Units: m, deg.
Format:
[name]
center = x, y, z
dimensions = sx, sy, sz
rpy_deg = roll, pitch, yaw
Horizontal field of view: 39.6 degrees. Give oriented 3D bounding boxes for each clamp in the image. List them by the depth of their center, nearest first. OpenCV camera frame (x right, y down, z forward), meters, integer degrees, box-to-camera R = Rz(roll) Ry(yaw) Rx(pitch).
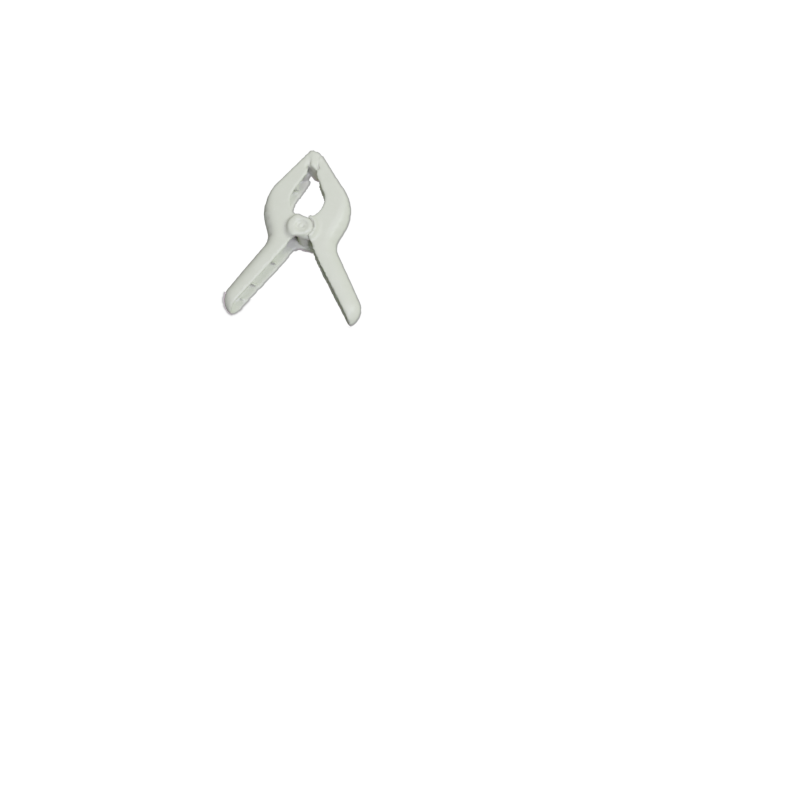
[clamp]
center = -0.078, -0.142, 0.995
dimensions = 0.121, 0.178, 0.037
rpy_deg = 14, -21, 5
